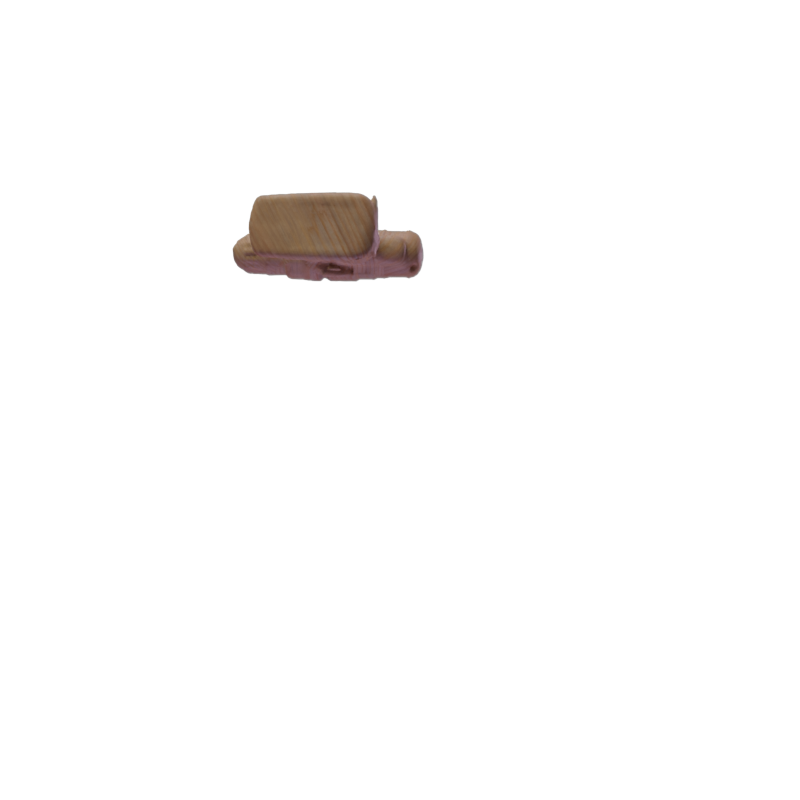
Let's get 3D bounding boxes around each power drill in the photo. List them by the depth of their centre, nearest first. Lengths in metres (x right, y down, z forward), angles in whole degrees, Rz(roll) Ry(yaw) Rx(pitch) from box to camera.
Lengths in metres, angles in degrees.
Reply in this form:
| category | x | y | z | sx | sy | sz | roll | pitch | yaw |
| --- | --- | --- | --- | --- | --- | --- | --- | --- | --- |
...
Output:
| category | x | y | z | sx | sy | sz | roll | pitch | yaw |
| --- | --- | --- | --- | --- | --- | --- | --- | --- | --- |
| power drill | -0.078 | -0.142 | 0.996 | 0.187 | 0.058 | 0.183 | 0 | 0 | 9 |
